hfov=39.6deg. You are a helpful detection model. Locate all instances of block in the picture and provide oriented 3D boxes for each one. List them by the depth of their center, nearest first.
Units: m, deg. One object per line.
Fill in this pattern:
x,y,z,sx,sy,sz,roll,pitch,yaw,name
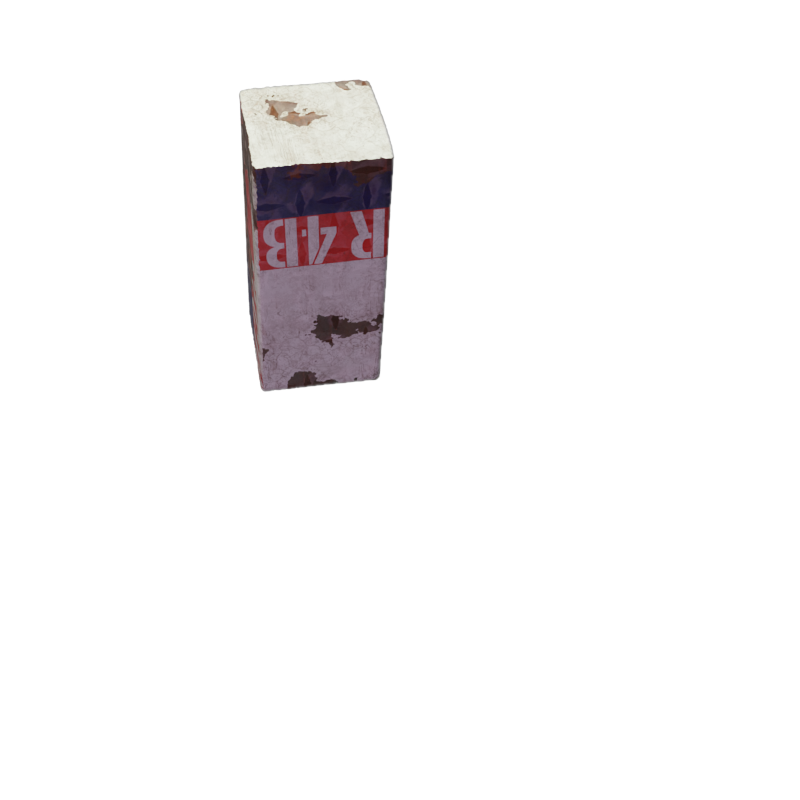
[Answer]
-0.061,-0.111,0.778,0.090,0.097,0.192,-6,-44,-9,block
